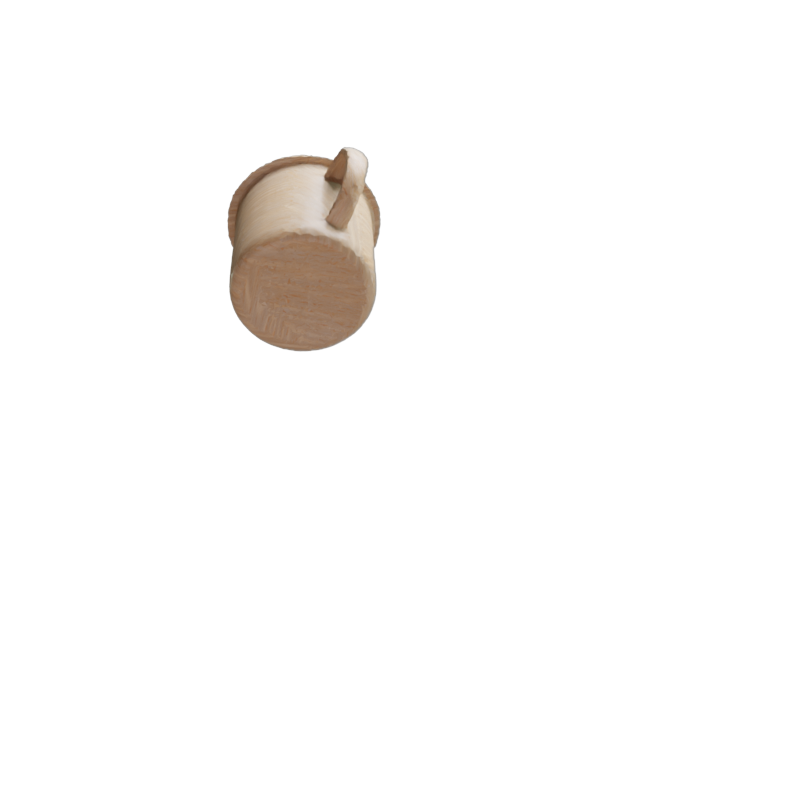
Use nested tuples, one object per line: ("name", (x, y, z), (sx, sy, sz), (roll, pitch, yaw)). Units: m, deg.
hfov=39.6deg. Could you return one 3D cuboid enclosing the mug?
("mug", (-0.050, -0.090, 0.633), (0.090, 0.114, 0.087), (25, 30, -18))
